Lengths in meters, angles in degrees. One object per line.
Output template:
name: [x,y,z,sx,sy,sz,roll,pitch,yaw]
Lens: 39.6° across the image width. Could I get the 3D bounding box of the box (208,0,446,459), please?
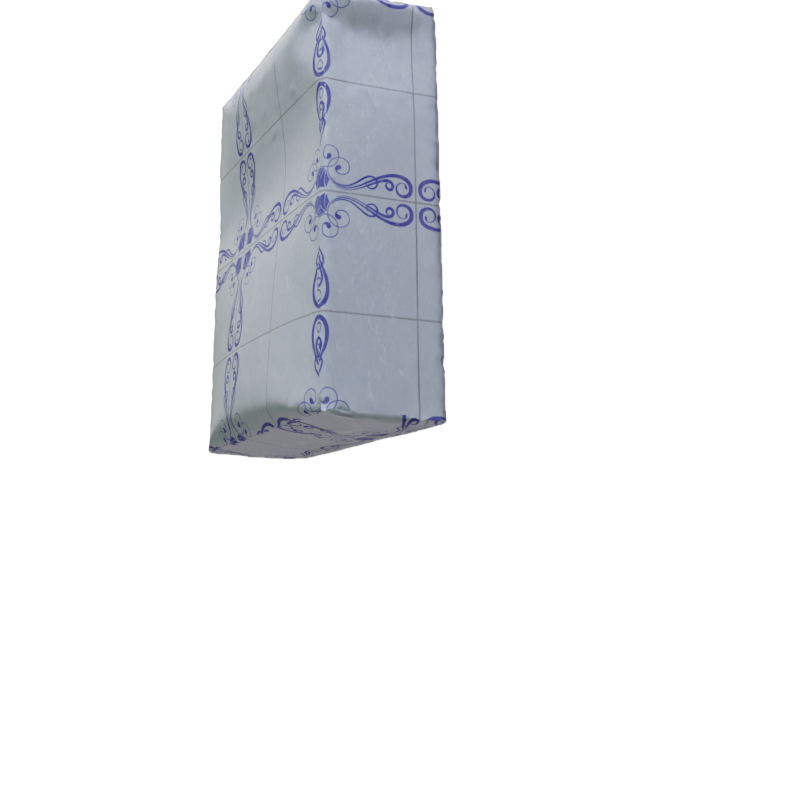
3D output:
box: [-0.046,-0.084,0.590,0.069,0.222,0.164,6,-15,-26]
